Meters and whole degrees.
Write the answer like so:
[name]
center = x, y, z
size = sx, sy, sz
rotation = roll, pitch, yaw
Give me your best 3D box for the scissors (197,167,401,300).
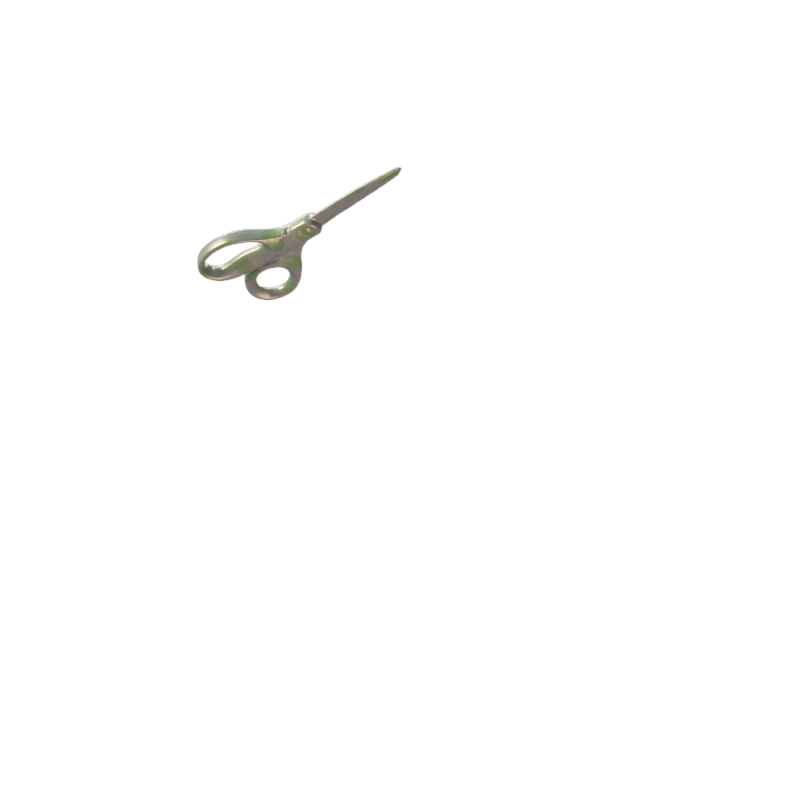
[scissors]
center = -0.071, -0.129, 0.904
size = 0.204, 0.017, 0.089
rotation = -15, -36, 22
